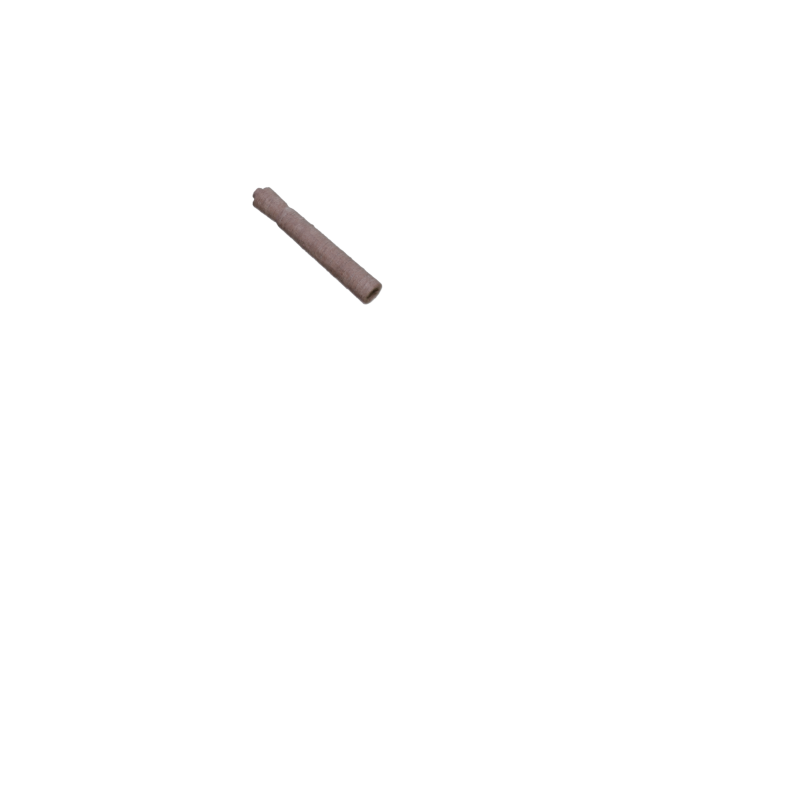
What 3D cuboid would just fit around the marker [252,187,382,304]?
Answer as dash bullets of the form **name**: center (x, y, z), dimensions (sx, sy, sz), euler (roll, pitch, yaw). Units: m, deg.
- **marker**: center (-0.062, -0.113, 0.791), dimensions (0.128, 0.019, 0.019), euler (43, 21, 22)
